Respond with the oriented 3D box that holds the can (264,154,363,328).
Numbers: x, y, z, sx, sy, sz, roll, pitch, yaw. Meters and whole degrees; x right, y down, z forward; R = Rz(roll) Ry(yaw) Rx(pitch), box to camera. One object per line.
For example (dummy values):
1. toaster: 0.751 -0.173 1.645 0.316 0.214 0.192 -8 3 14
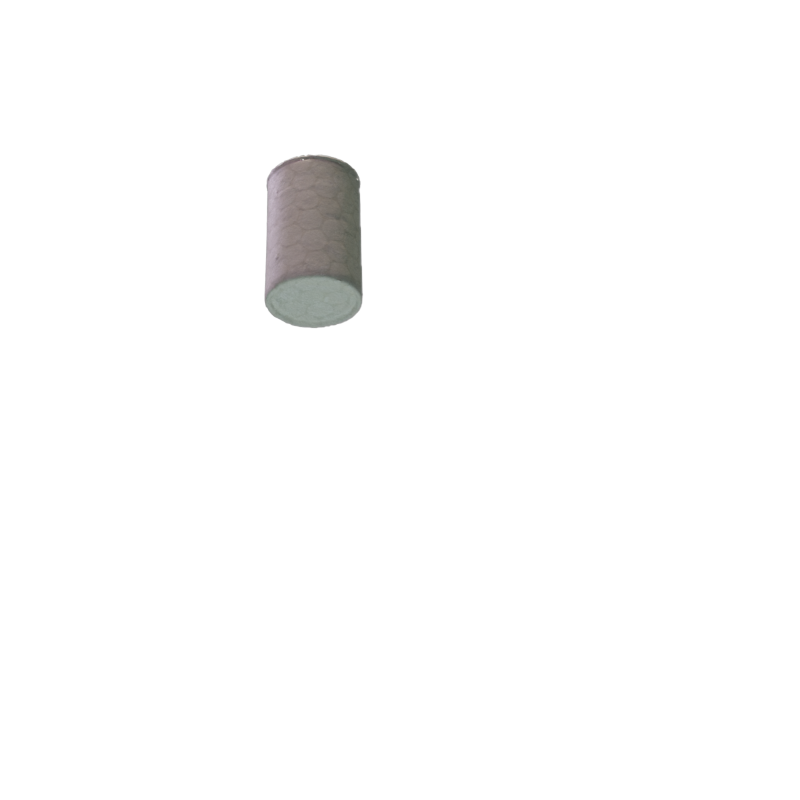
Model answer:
1. can: -0.060 -0.110 0.771 0.068 0.109 0.064 -1 -31 -2
